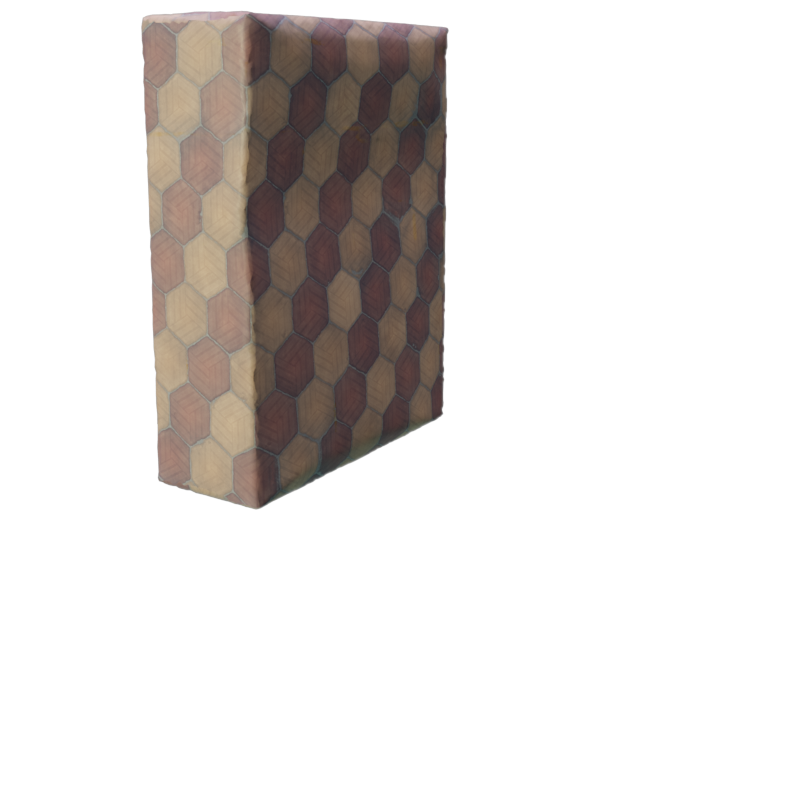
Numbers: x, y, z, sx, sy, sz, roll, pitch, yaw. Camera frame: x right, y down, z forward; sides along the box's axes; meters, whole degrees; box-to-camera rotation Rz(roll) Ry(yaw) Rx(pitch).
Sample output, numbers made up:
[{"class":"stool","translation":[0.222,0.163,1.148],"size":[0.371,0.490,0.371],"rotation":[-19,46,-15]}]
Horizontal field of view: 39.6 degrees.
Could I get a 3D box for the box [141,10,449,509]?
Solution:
[{"class":"box","translation":[-0.042,-0.077,0.542],"size":[0.075,0.209,0.161],"rotation":[7,13,33]}]
